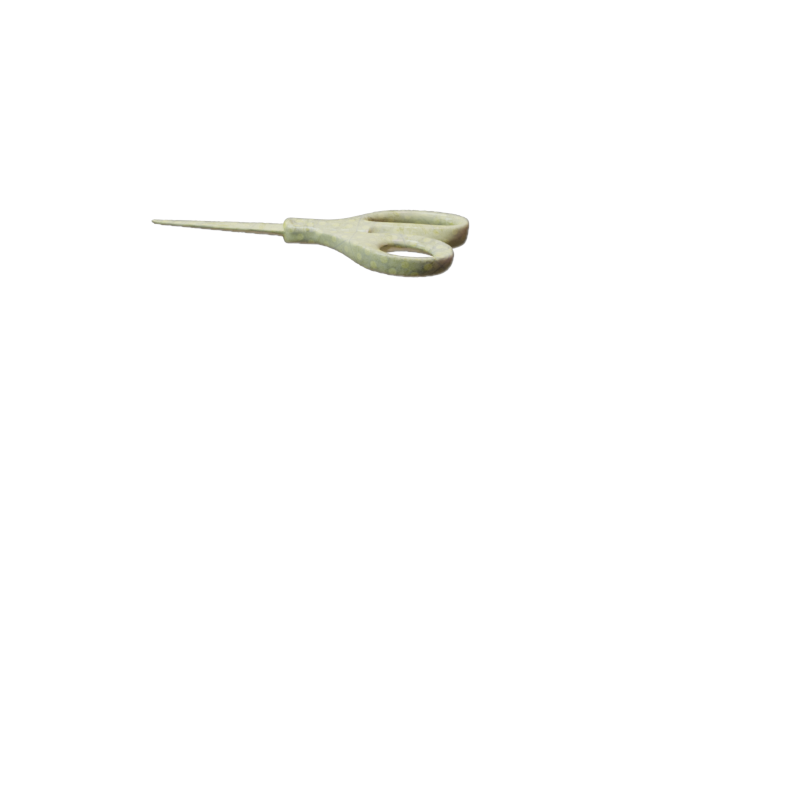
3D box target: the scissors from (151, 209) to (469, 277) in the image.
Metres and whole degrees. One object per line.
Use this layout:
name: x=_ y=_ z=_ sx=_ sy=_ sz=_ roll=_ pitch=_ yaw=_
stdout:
scissors: x=-0.054 y=-0.098 z=0.686 sx=0.200 sy=0.015 sz=0.102 roll=-3 pitch=28 yaw=-6
